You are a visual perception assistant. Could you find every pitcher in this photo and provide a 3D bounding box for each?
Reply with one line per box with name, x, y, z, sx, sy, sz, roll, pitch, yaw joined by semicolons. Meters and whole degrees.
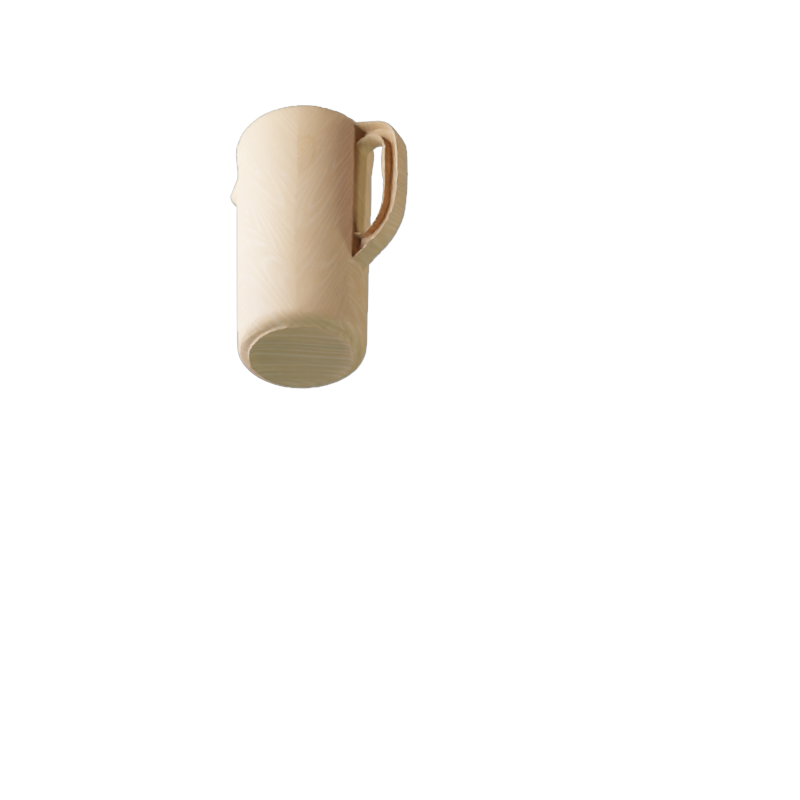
pitcher;-0.077;-0.140;0.984;0.142;0.261;0.142;7;-39;-13
